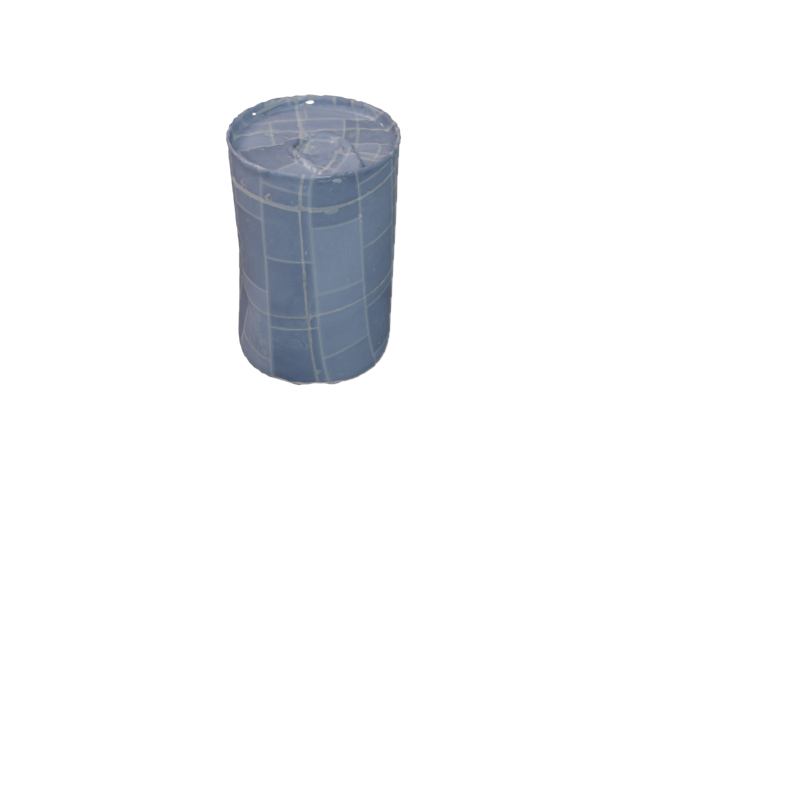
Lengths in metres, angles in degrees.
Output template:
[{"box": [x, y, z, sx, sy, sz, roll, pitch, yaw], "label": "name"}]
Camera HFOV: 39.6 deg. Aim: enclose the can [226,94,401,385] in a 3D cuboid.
[{"box": [-0.036, -0.065, 0.457, 0.068, 0.096, 0.073, 0, 36, -3], "label": "can"}]
